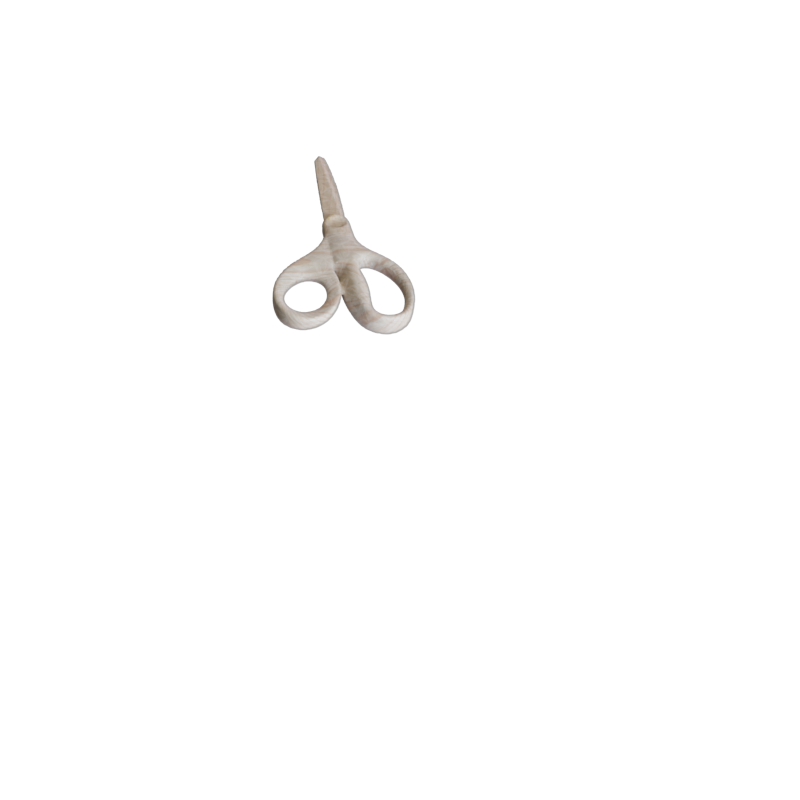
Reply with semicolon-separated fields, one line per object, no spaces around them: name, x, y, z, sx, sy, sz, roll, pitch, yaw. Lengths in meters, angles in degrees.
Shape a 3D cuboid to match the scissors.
scissors;-0.058;-0.105;0.737;0.095;0.015;0.218;-15;42;-18
